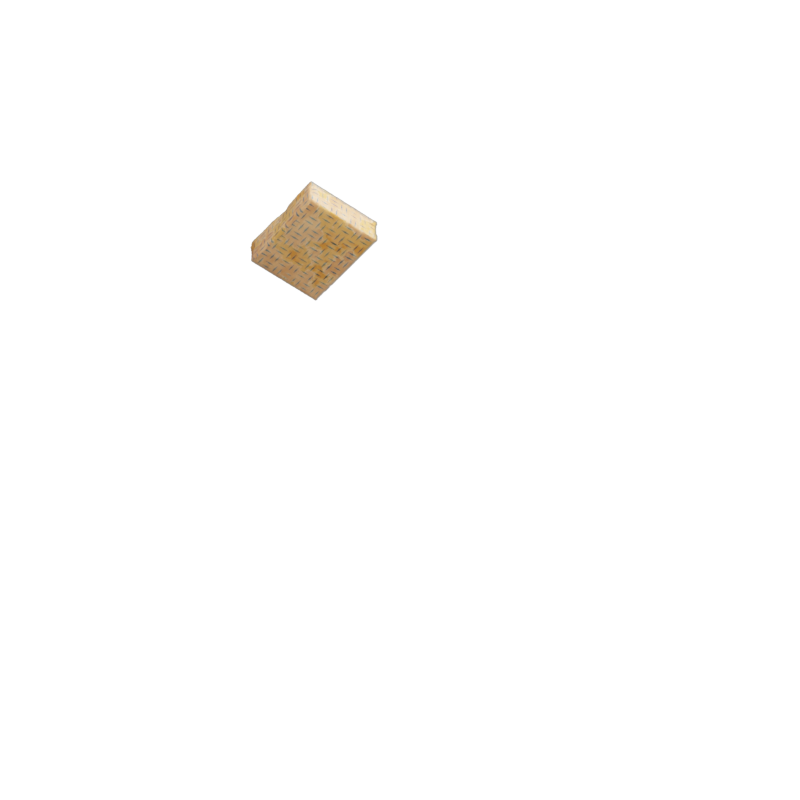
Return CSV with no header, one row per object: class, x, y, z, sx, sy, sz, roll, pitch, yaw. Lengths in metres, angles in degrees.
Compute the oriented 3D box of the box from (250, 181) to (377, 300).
box,-0.075,-0.137,0.959,0.069,0.032,0.088,31,-55,-26
